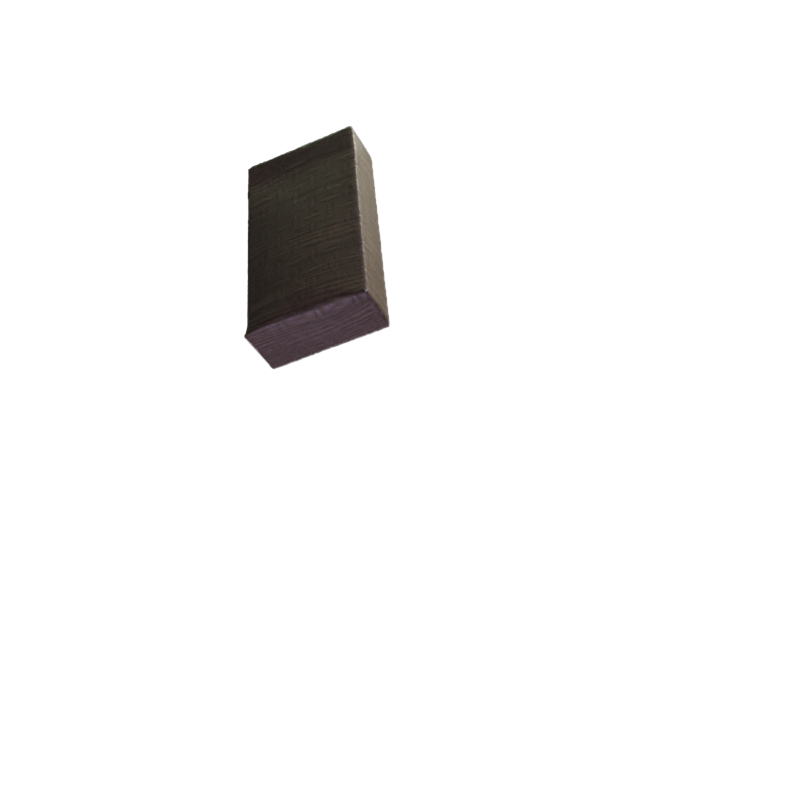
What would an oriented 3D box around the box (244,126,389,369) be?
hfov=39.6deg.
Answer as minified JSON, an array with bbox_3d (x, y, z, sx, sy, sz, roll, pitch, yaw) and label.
[{"bbox_3d":[-0.062,-0.114,0.796,0.094,0.189,0.044,-20,-46,16],"label":"box"}]
